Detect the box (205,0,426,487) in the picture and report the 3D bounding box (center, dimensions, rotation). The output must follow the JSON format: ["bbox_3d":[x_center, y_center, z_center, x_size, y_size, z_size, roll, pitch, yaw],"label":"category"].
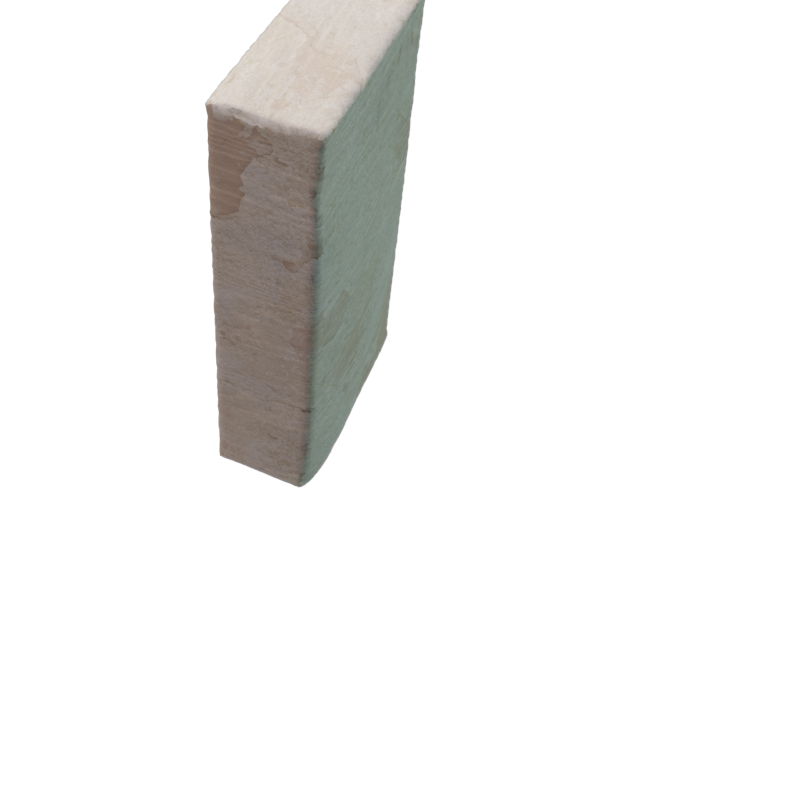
[{"bbox_3d":[-0.032,-0.058,0.405,0.049,0.164,0.097,16,48,11],"label":"box"}]
